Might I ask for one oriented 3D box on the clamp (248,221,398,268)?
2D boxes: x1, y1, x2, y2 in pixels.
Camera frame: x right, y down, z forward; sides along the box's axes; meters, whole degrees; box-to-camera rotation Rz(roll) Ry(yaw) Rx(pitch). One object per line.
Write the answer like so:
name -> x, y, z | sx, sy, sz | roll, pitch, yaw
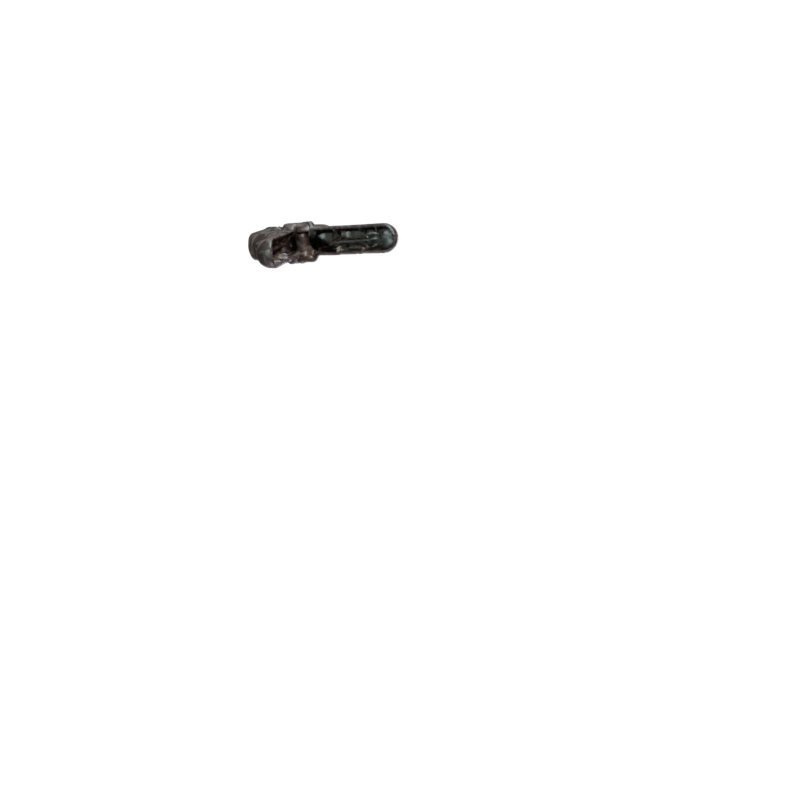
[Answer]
clamp -> -0.076, -0.138, 0.966 | 0.118, 0.038, 0.178 | -3, 13, -14
